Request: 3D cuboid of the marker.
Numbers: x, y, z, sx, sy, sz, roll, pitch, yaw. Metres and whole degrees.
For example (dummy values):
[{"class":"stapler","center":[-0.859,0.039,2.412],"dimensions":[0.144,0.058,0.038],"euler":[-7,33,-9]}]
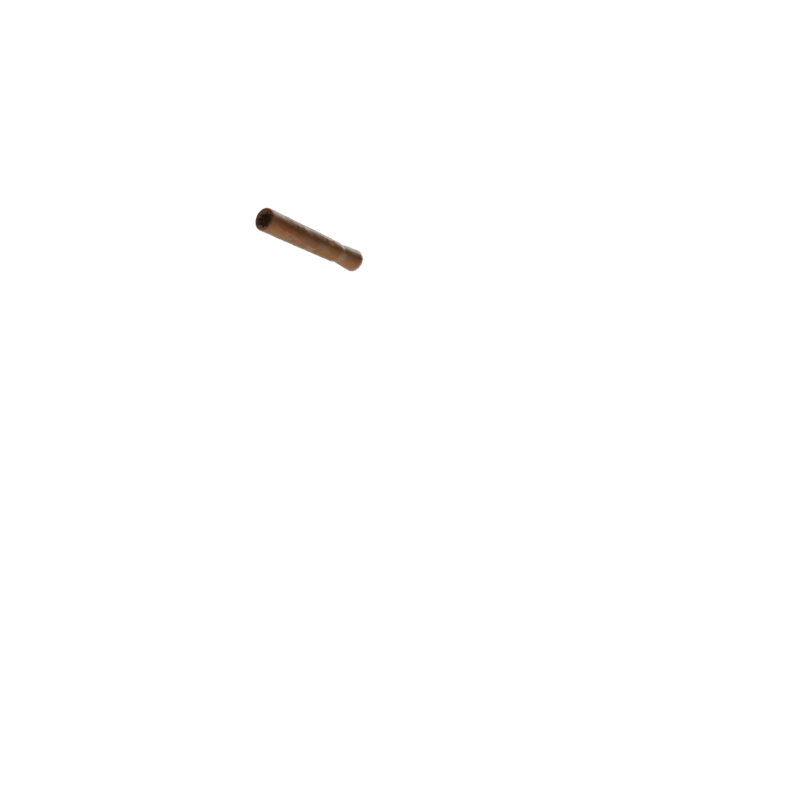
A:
[{"class":"marker","center":[-0.070,-0.127,0.890],"dimensions":[0.021,0.020,0.114],"euler":[3,-10,39]}]
